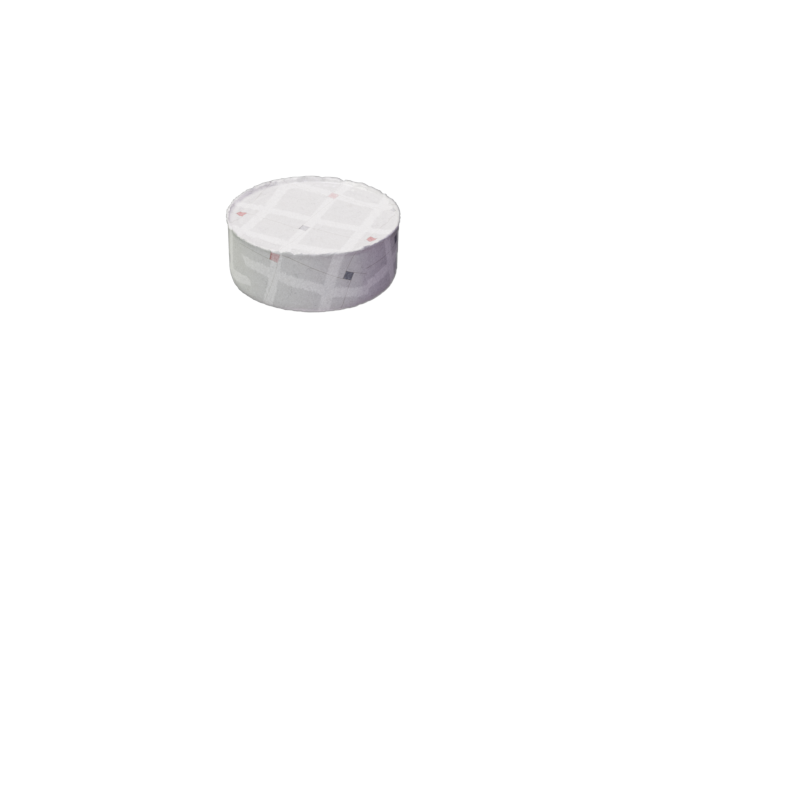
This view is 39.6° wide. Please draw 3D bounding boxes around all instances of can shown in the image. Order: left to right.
[{"bbox_3d":[-0.043,-0.079,0.551,0.086,0.031,0.091,-1,34,-2],"label":"can"}]
